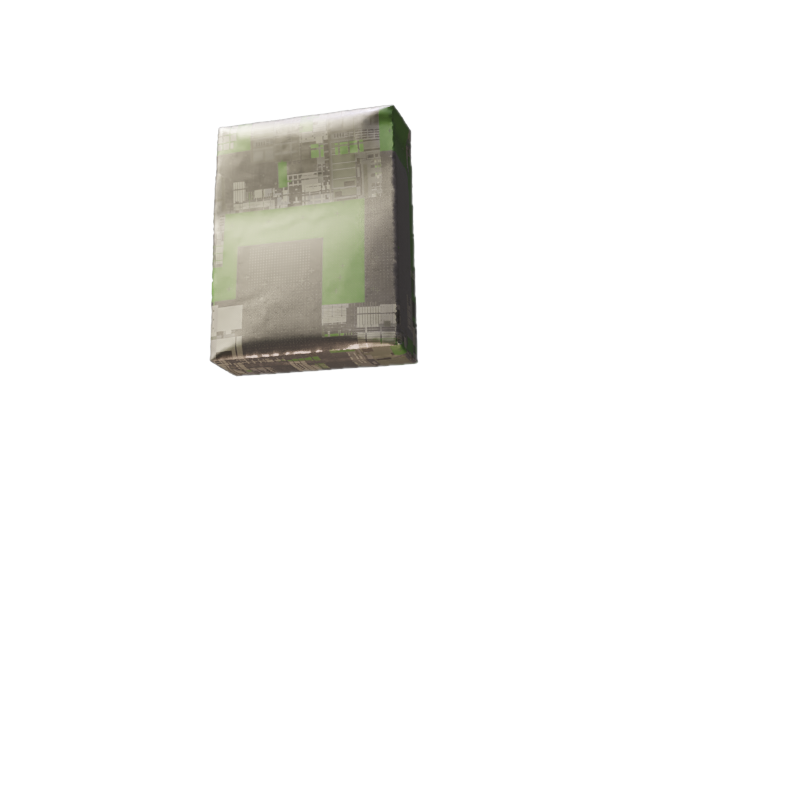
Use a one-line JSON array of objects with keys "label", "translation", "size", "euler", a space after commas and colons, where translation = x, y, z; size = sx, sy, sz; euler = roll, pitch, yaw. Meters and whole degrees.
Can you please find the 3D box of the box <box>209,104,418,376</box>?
[{"label": "box", "translation": [-0.074, -0.135, 0.943], "size": [0.167, 0.223, 0.068], "euler": [-5, -18, 15]}]
